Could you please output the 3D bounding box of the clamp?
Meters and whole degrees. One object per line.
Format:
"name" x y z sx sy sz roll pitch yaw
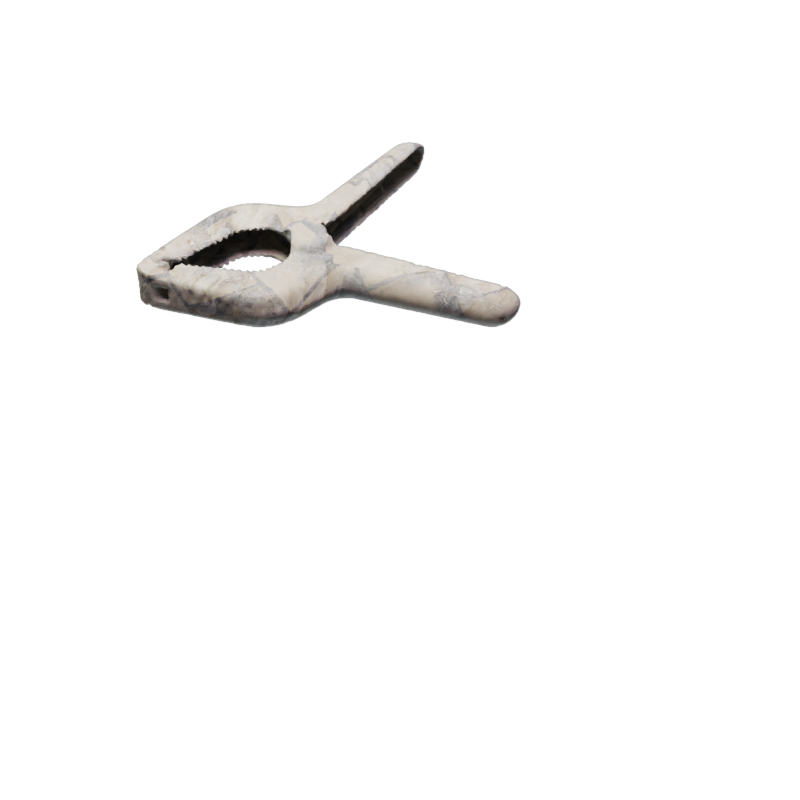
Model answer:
"clamp" -0.052 -0.095 0.664 0.208 0.034 0.178 -8 44 -8
